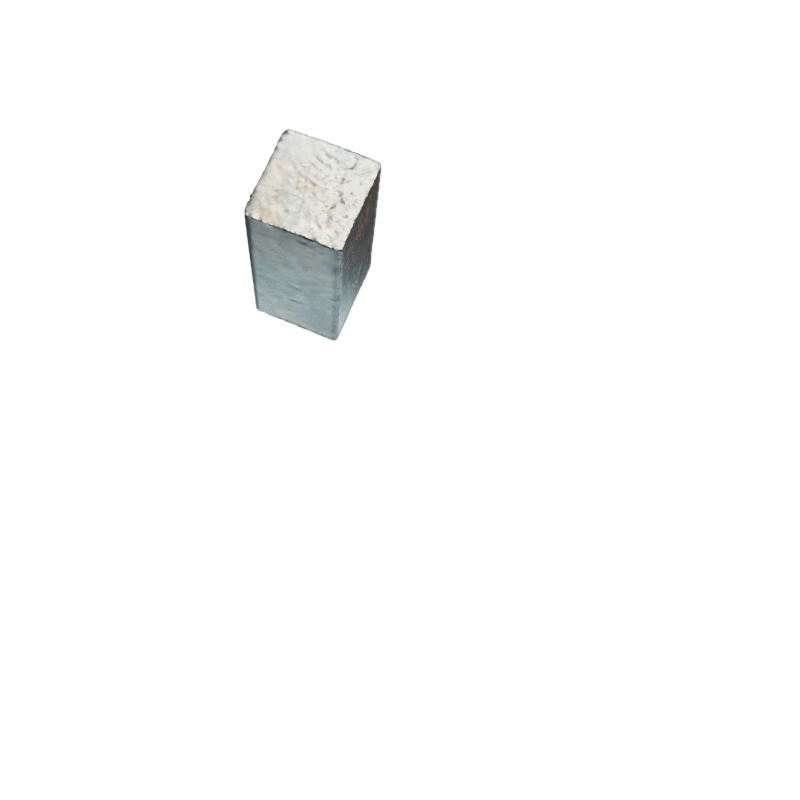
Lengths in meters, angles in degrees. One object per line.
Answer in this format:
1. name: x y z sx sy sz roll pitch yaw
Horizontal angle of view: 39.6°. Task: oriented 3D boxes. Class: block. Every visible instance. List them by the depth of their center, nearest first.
1. block: -0.079 -0.143 0.999 0.091 0.094 0.197 22 -19 4
